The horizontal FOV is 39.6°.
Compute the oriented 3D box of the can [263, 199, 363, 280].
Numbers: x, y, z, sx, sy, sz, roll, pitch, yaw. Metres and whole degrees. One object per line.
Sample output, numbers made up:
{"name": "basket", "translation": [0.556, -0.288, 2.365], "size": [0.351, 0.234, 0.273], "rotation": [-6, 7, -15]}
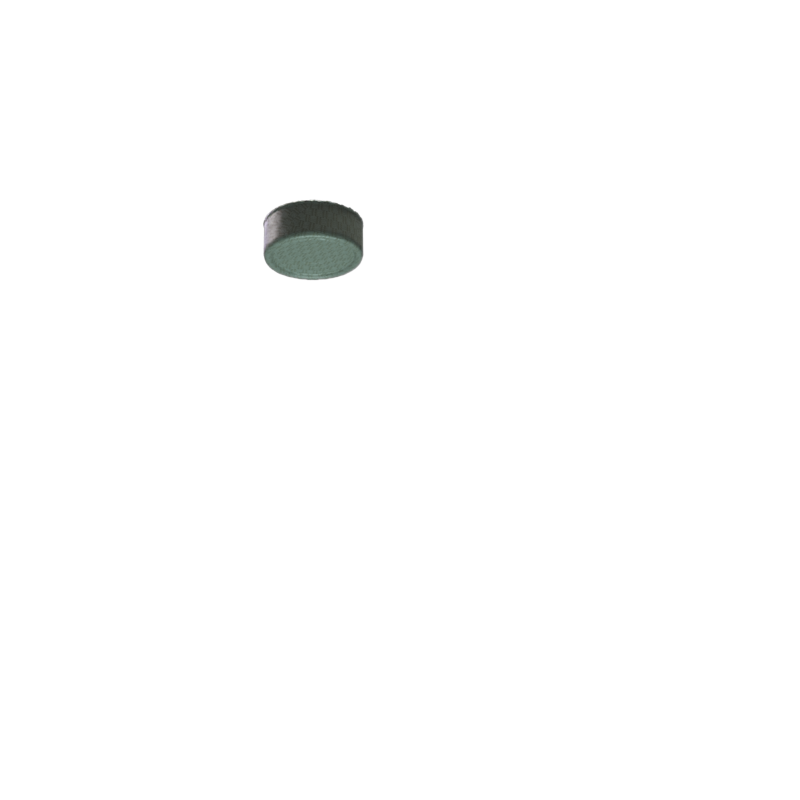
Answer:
{"name": "can", "translation": [-0.074, -0.134, 0.940], "size": [0.086, 0.035, 0.081], "rotation": [0, -22, -2]}
